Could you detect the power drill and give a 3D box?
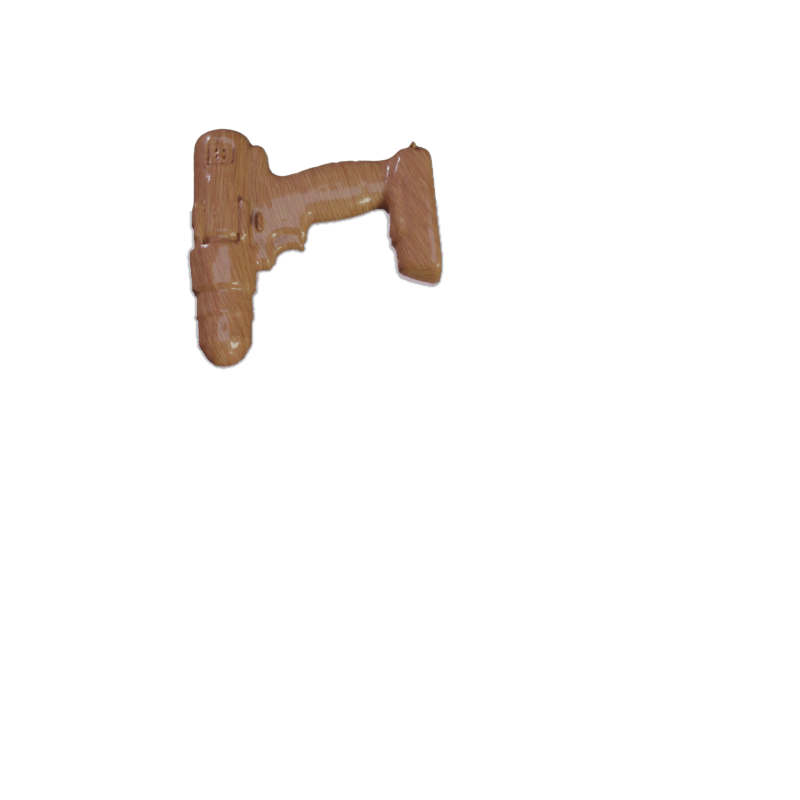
[{"bbox_3d":[-0.065,-0.119,0.832,0.187,0.192,0.055,-3,-15,-1],"label":"power drill"}]
